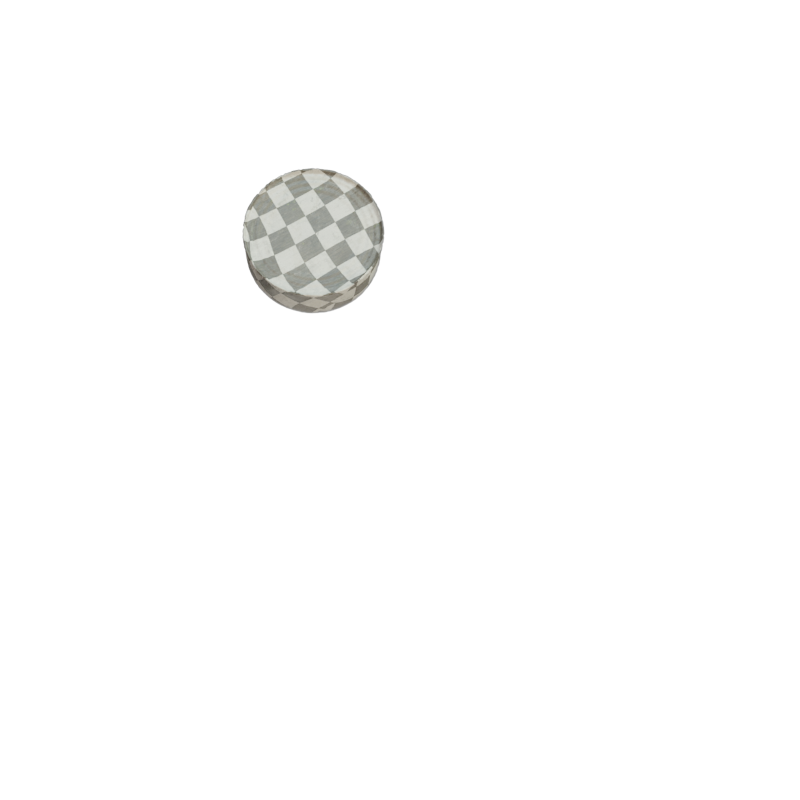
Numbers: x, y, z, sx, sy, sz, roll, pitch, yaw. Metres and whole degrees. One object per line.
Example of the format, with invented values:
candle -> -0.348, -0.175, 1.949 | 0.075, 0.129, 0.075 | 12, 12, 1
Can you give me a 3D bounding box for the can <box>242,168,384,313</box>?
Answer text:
can -> -0.054, -0.098, 0.684 | 0.086, 0.091, 0.032 | -1, -23, -1
